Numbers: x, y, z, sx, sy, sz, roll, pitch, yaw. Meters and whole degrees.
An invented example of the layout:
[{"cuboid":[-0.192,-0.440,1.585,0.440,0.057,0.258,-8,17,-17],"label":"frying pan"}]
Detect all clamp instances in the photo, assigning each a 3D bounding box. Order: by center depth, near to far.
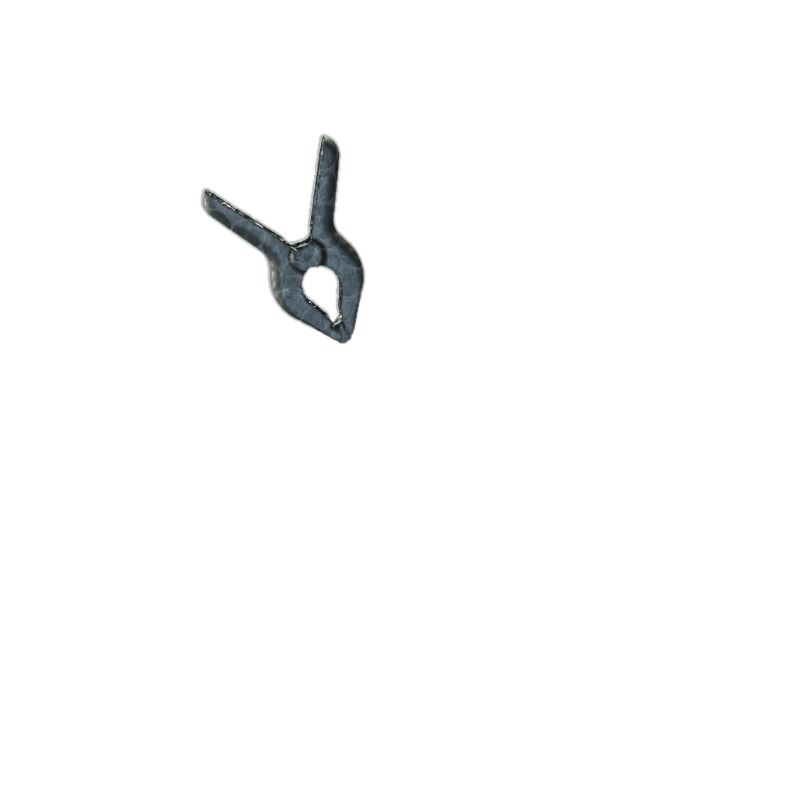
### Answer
[{"cuboid":[-0.072,-0.132,0.924,0.120,0.165,0.041,-32,13,8],"label":"clamp"}]
